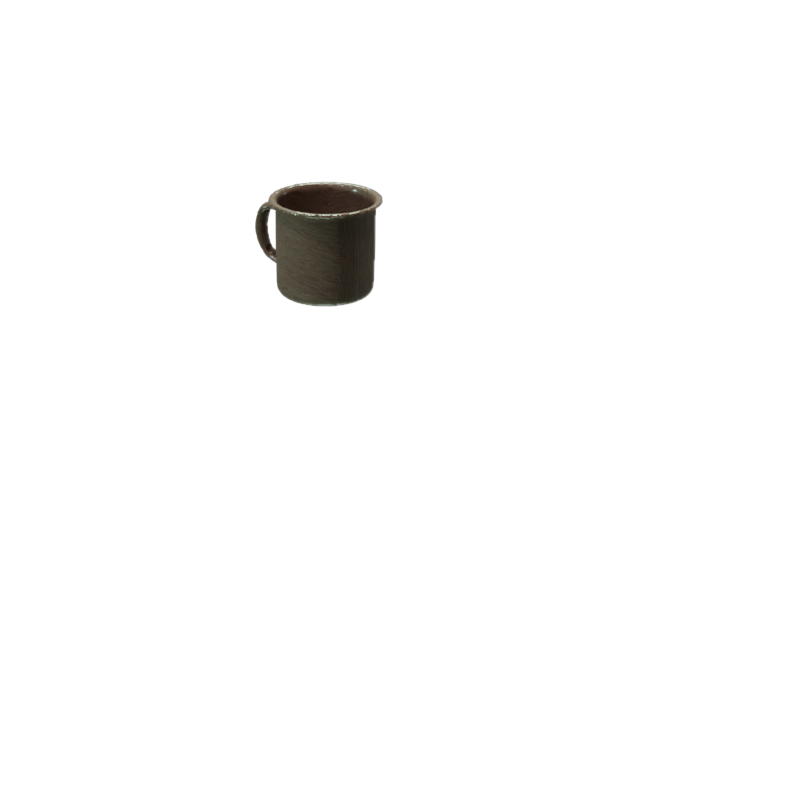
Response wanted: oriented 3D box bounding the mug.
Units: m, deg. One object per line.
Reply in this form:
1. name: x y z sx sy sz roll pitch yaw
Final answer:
1. mug: -0.072 -0.131 0.919 0.123 0.078 0.093 15 28 28
